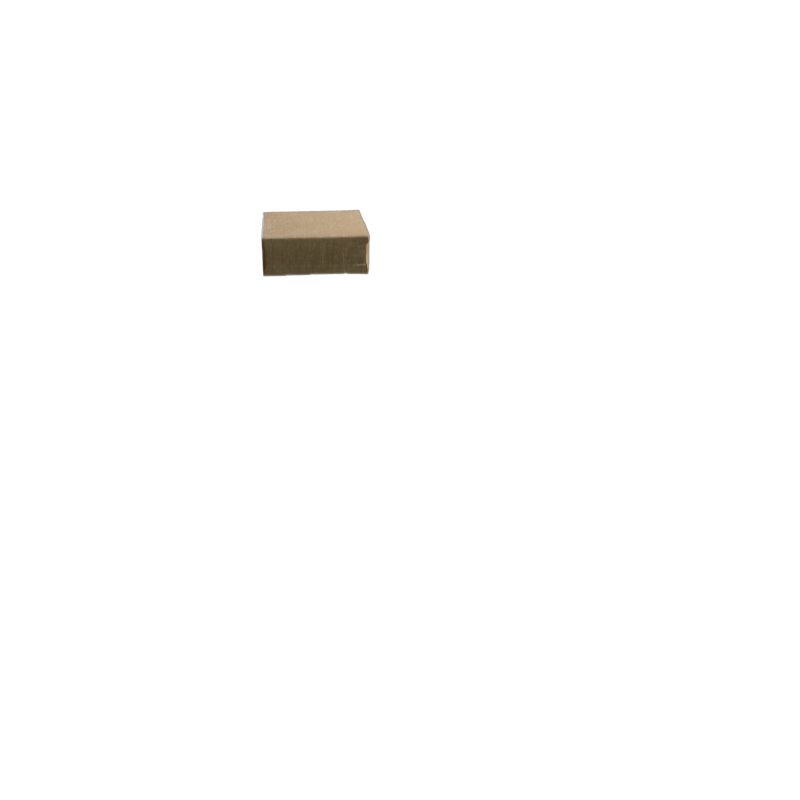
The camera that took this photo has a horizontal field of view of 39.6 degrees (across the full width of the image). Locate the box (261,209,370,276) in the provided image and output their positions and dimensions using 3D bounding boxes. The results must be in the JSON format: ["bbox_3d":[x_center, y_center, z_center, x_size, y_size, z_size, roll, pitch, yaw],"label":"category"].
[{"bbox_3d":[-0.075,-0.137,0.962,0.089,0.038,0.118,-1,18,-5],"label":"box"}]
